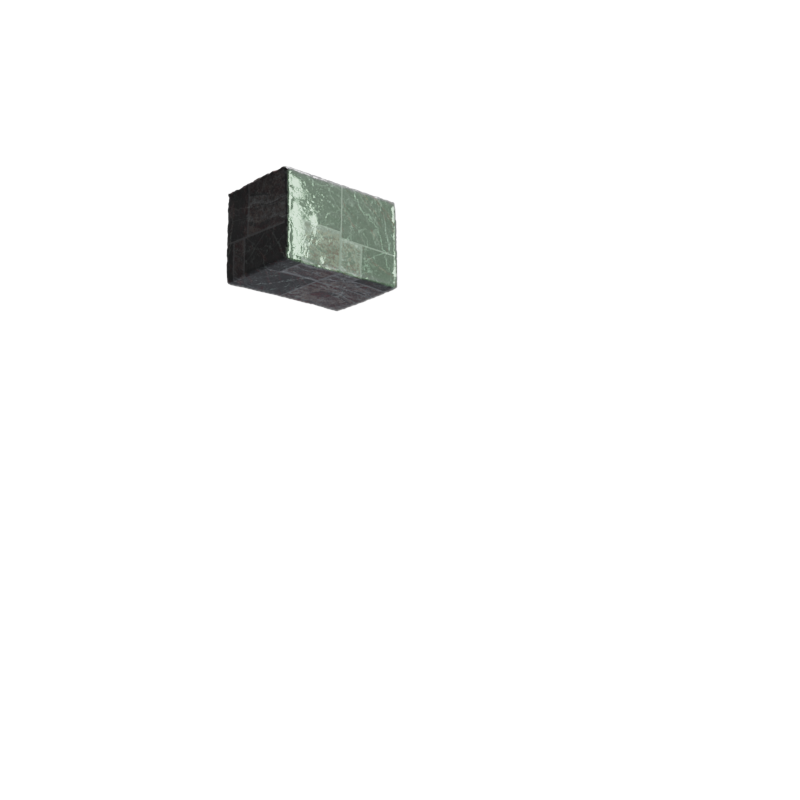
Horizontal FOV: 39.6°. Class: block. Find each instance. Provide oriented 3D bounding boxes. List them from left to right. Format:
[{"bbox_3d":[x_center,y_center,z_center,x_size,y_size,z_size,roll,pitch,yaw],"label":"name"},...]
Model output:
[{"bbox_3d":[-0.046,-0.084,0.589,0.074,0.054,0.053,13,-22,-40],"label":"block"}]
